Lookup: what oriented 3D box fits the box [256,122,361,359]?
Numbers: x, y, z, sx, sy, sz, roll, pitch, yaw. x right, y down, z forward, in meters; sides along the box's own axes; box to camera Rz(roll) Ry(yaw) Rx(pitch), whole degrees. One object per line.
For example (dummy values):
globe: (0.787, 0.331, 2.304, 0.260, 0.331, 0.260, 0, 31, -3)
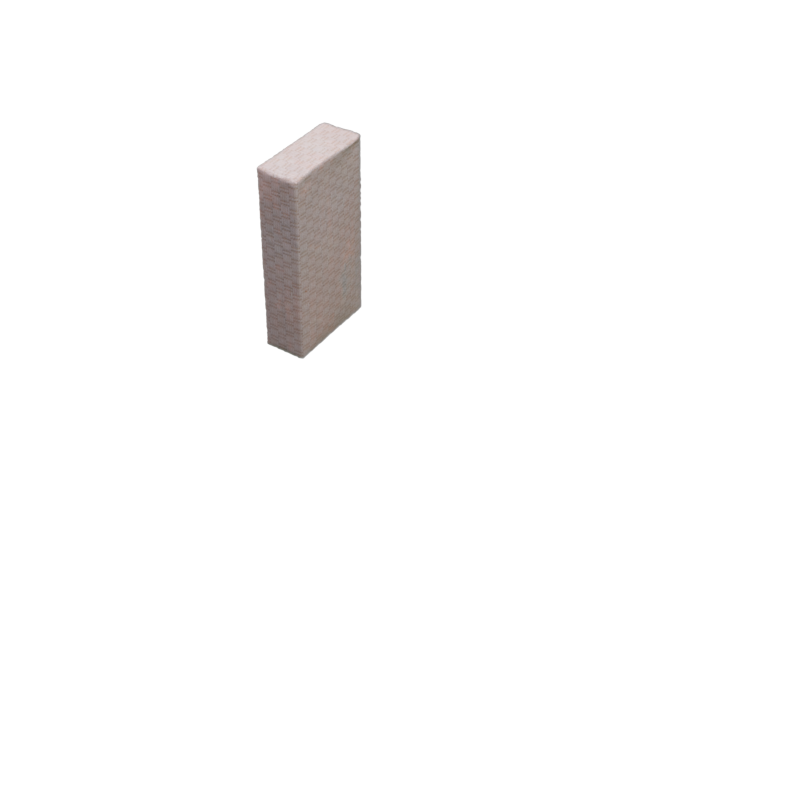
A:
box: (-0.072, -0.132, 0.923, 0.050, 0.165, 0.095, 23, 43, 23)
